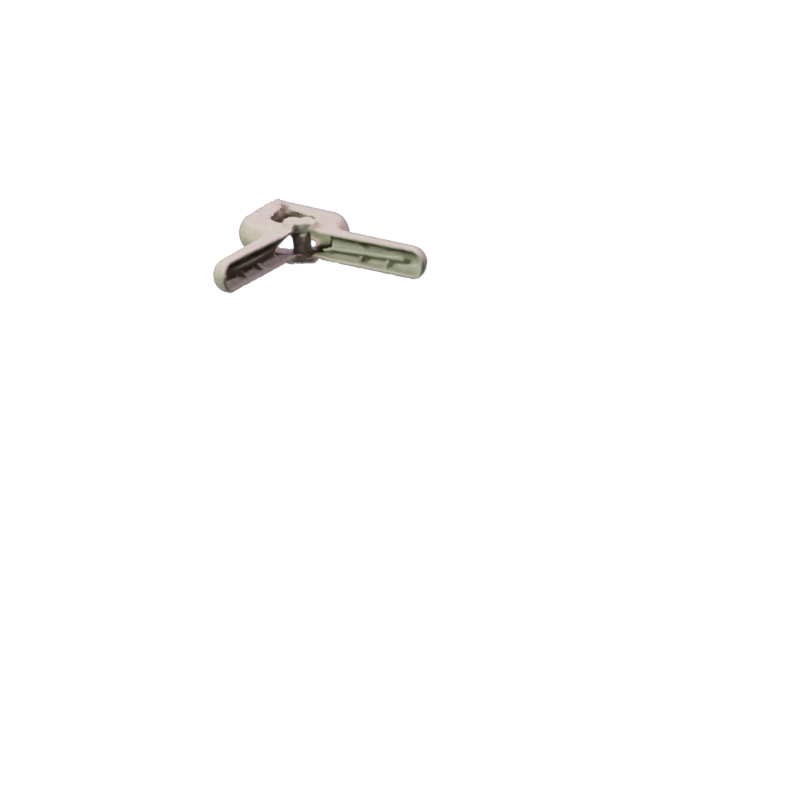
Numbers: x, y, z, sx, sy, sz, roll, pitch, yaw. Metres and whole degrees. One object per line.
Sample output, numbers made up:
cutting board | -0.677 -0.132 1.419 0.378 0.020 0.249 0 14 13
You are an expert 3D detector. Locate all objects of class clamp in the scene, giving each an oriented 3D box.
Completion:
clamp | -0.072 -0.132 0.925 0.163 0.035 0.220 -3 22 -7
